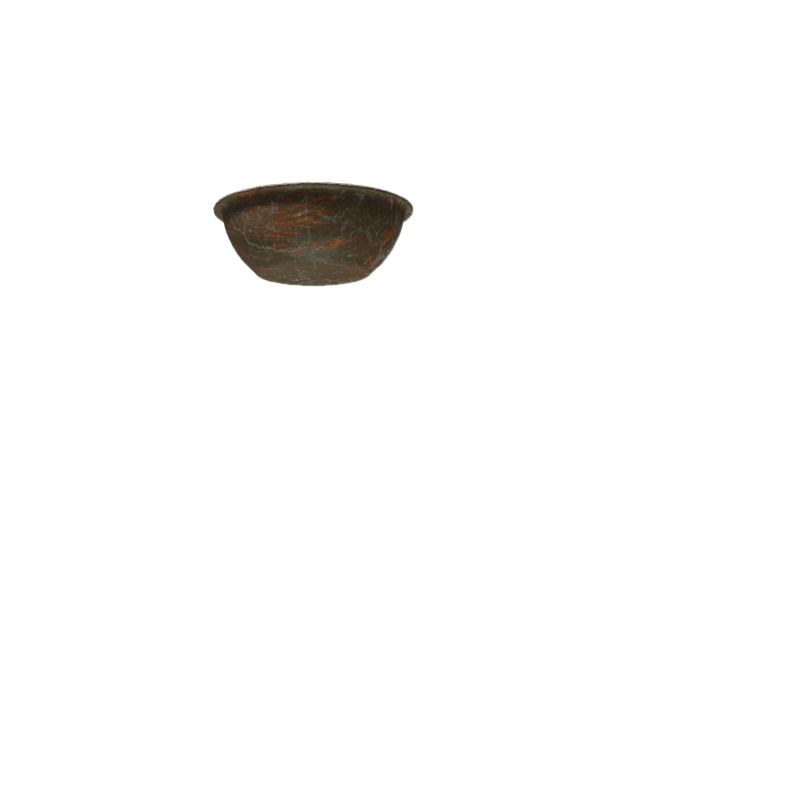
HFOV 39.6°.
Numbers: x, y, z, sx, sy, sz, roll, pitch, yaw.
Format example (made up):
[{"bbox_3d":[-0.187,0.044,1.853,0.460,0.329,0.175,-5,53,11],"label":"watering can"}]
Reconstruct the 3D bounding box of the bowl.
[{"bbox_3d":[-0.070,-0.127,0.889,0.162,0.056,0.158,0,-7,-2],"label":"bowl"}]
